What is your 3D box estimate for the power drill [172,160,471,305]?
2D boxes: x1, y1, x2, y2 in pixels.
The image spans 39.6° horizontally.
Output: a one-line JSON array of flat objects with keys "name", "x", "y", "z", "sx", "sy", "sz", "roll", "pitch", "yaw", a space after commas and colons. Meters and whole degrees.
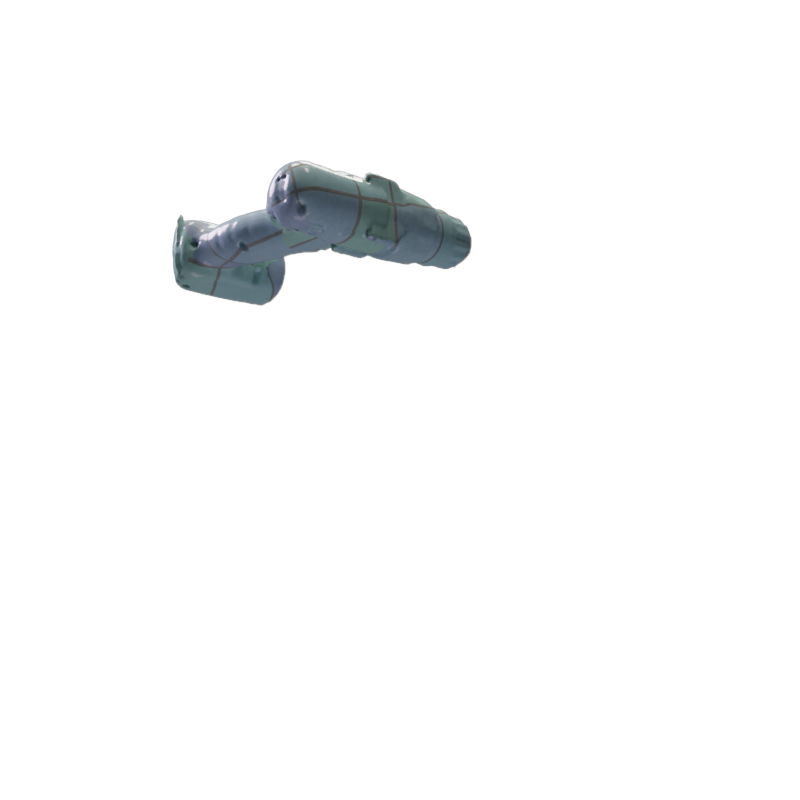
[{"name": "power drill", "x": -0.065, "y": -0.118, "z": 0.828, "sx": 0.191, "sy": 0.060, "sz": 0.174, "roll": -13, "pitch": -19, "yaw": 43}]
